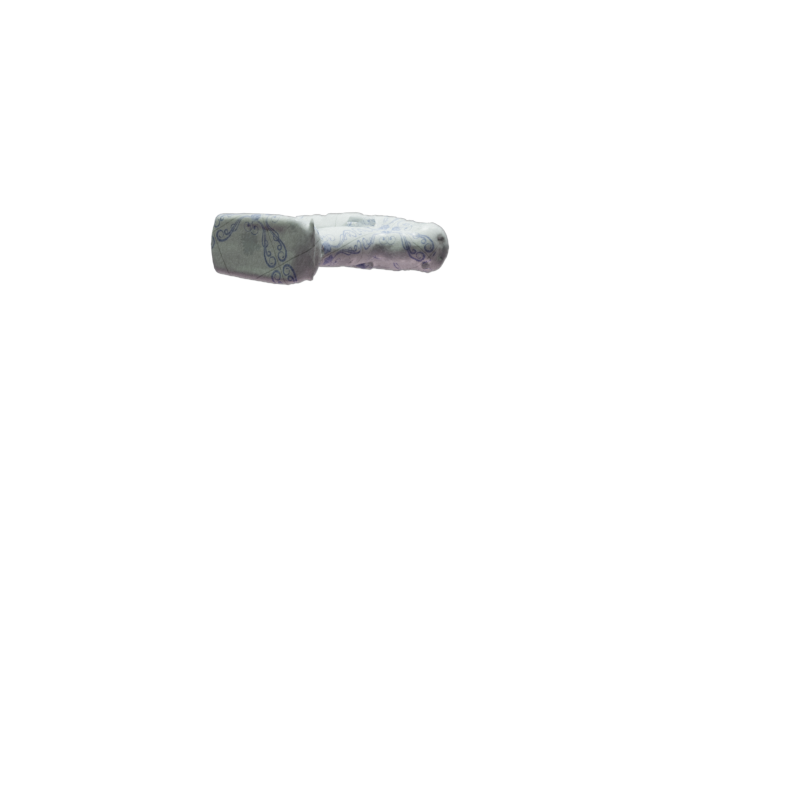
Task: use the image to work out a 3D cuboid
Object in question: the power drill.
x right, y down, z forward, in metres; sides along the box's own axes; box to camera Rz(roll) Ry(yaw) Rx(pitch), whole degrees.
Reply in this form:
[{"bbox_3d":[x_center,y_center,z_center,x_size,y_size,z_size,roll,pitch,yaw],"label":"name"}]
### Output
[{"bbox_3d":[-0.078,-0.142,0.991,0.193,0.056,0.183,9,15,38],"label":"power drill"}]
